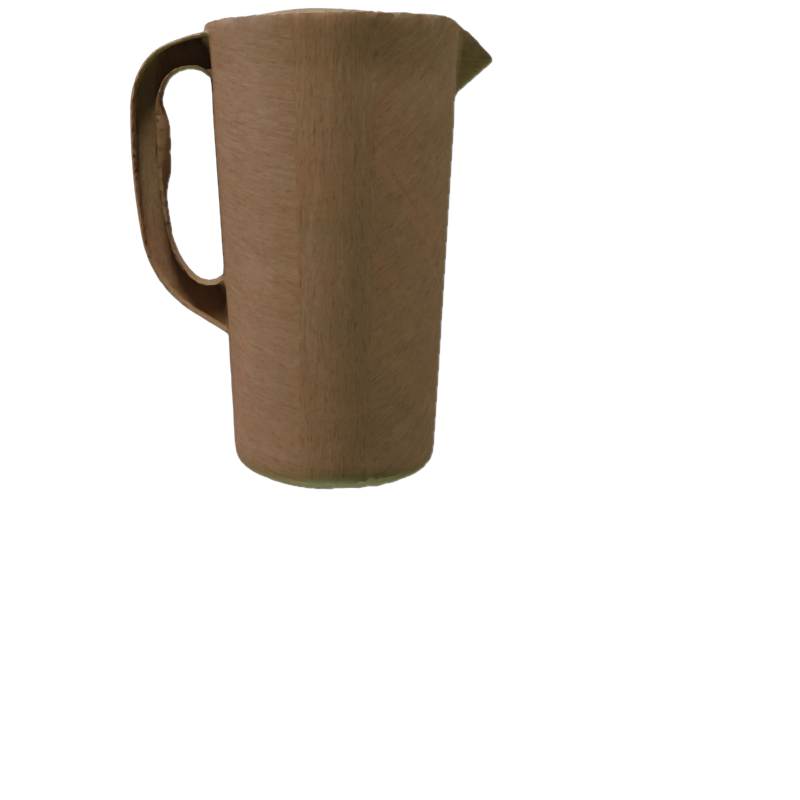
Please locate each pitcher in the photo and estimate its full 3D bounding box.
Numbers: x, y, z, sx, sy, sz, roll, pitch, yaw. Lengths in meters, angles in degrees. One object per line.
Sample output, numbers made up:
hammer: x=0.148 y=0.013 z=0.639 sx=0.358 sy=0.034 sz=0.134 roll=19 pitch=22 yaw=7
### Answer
pitcher: x=-0.046 y=-0.084 z=0.589 sx=0.156 sy=0.239 sz=0.141 roll=7 pitch=10 yaw=37
